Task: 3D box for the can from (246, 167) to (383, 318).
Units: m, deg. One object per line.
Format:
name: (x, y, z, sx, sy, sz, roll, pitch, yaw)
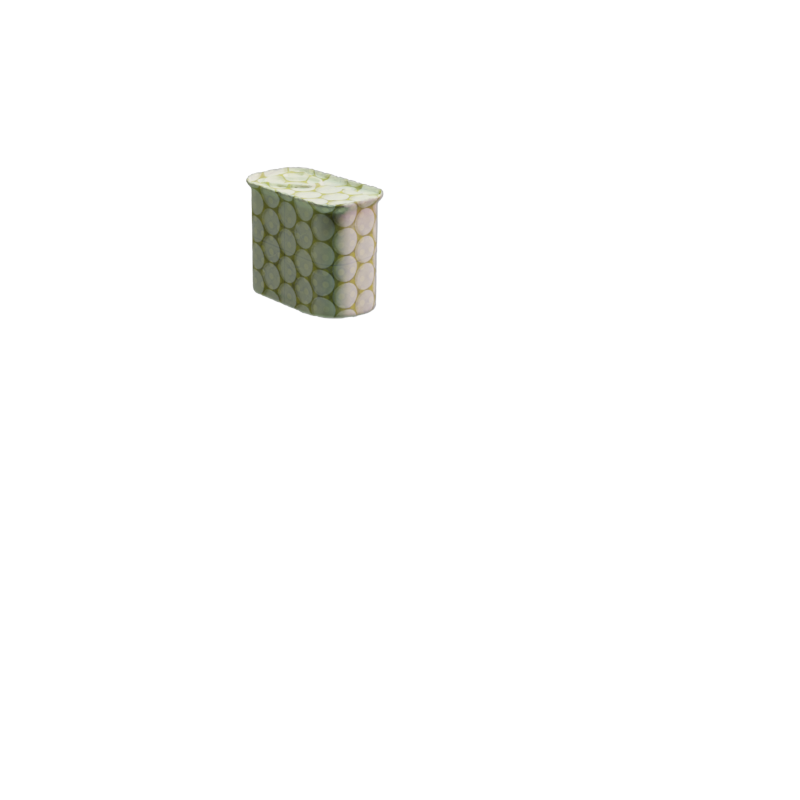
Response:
can: (-0.061, -0.111, 0.774, 0.056, 0.080, 0.108, -18, 29, -39)
